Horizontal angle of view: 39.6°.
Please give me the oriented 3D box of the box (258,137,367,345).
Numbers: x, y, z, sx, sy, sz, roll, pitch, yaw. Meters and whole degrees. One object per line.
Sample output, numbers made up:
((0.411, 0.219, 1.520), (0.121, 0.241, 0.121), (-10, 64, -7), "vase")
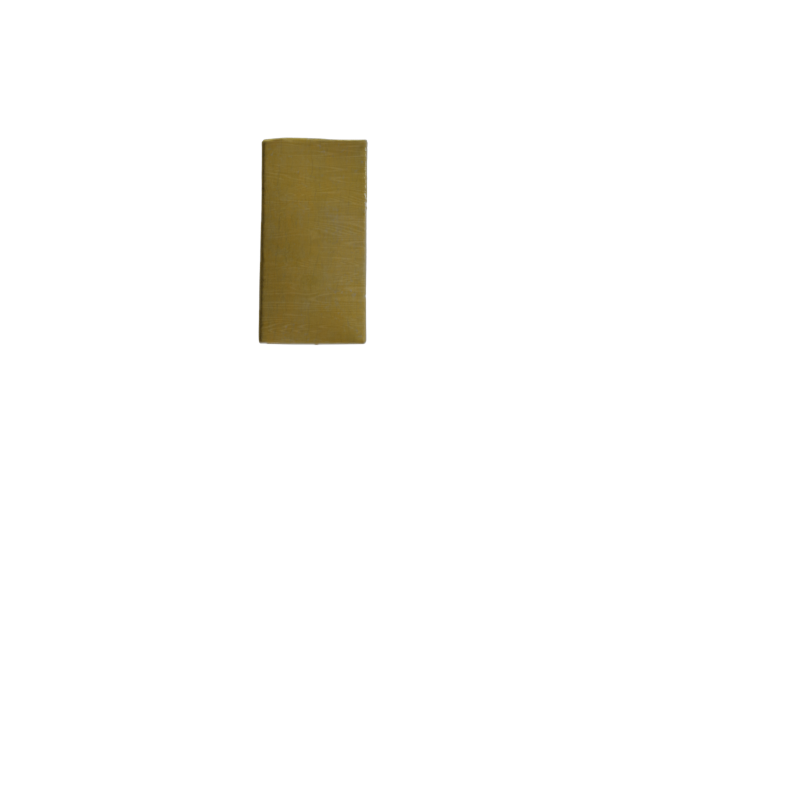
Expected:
((-0.075, -0.136, 0.955), (0.093, 0.178, 0.048), (0, -3, -3), "box")
